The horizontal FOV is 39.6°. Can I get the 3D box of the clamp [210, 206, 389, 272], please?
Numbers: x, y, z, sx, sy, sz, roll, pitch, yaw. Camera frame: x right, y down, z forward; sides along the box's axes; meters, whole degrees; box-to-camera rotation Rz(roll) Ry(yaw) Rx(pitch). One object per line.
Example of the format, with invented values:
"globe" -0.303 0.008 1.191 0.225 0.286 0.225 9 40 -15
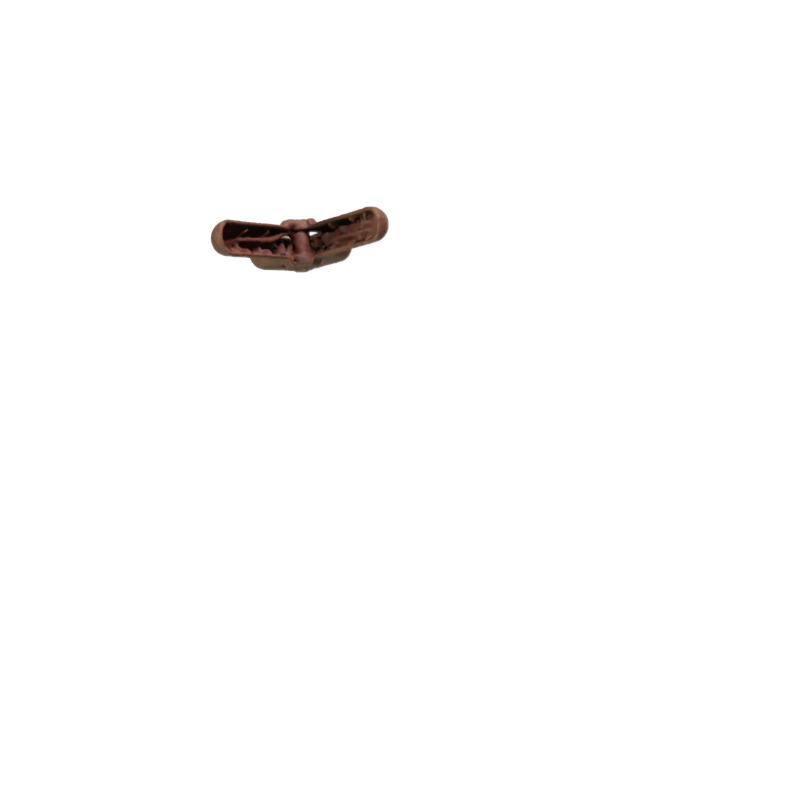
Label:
"clamp" -0.064 -0.117 0.819 0.121 0.039 0.170 0 4 5
